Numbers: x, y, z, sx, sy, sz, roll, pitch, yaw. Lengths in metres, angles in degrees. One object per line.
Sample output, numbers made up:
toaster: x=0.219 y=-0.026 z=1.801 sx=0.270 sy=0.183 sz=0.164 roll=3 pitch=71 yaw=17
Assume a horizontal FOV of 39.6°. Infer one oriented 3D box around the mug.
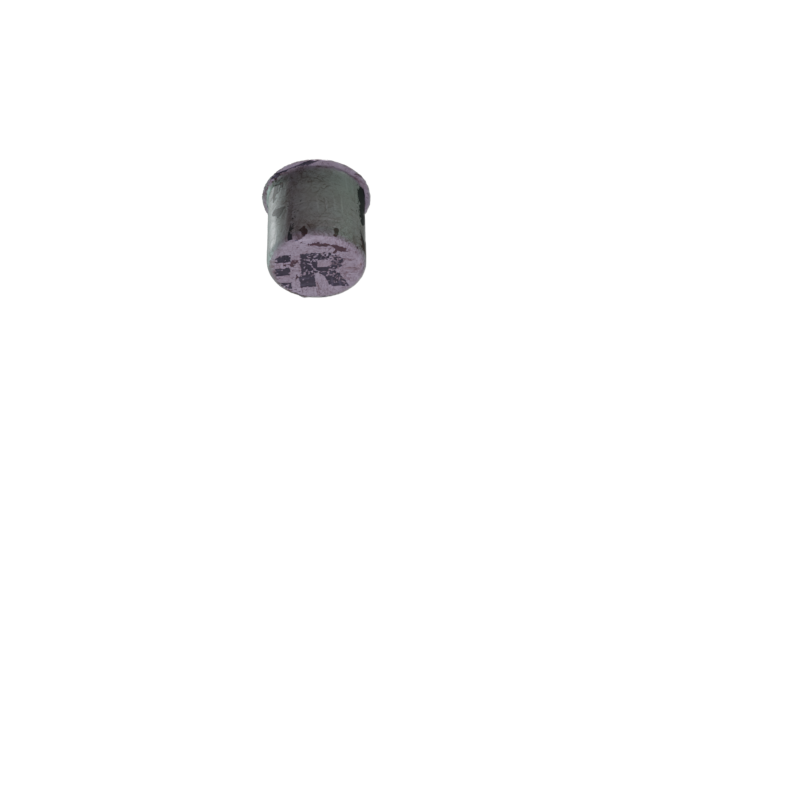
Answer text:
mug: x=-0.073 y=-0.133 z=0.932 sx=0.091 sy=0.087 sz=0.111 roll=8 pitch=-39 yaw=-13
